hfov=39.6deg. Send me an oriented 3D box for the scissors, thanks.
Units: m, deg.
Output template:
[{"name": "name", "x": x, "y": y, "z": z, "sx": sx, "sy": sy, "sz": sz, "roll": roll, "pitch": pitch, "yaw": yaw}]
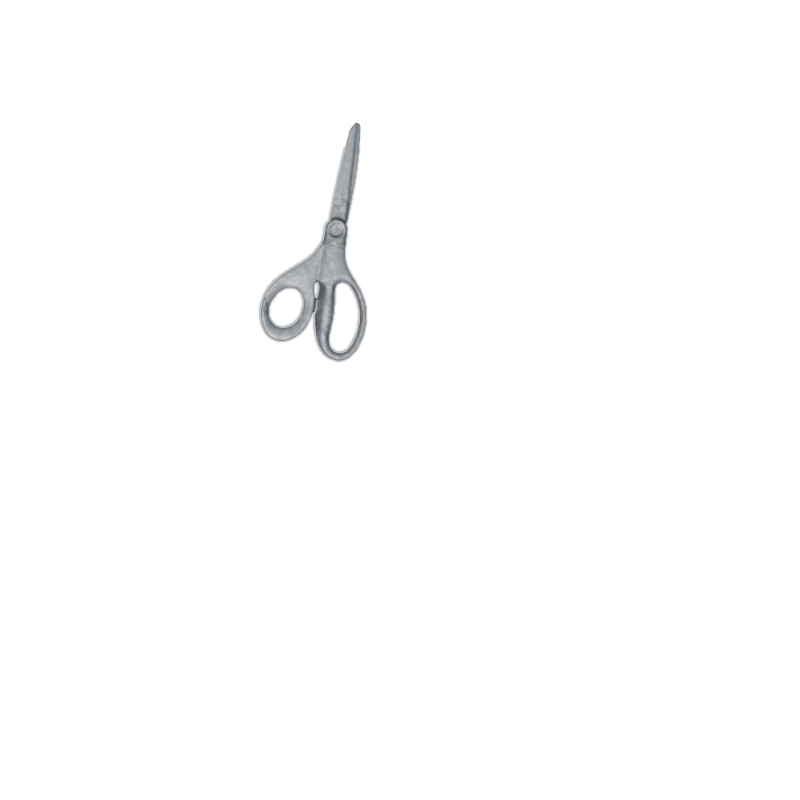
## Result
[{"name": "scissors", "x": -0.072, "y": -0.132, "z": 0.924, "sx": 0.096, "sy": 0.208, "sz": 0.015, "roll": -5, "pitch": -13, "yaw": -1}]
